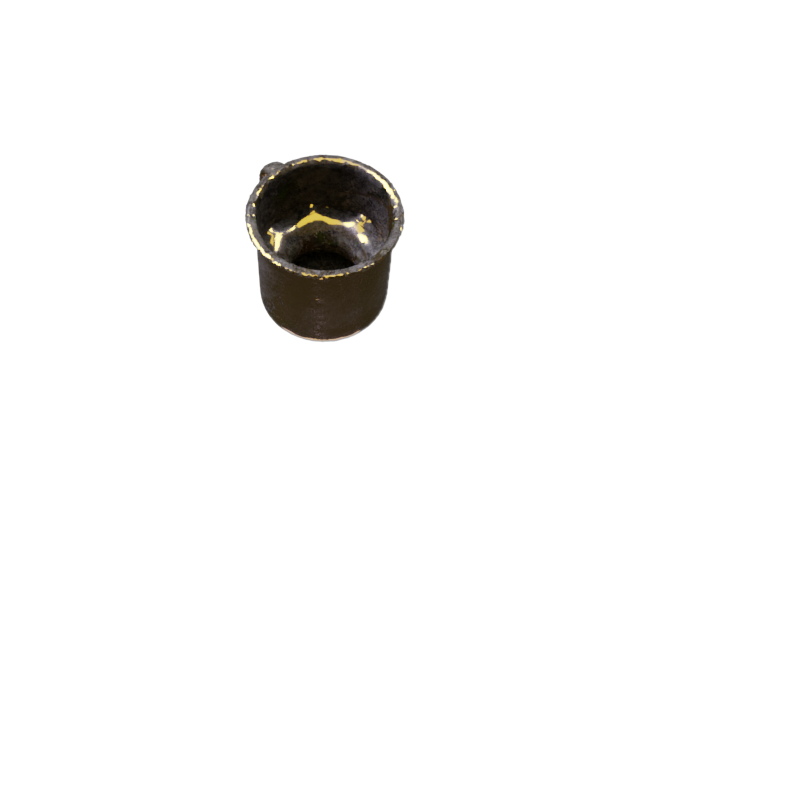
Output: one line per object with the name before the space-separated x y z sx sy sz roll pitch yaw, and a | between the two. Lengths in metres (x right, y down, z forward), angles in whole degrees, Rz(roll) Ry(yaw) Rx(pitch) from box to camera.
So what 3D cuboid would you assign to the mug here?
mug | -0.054 -0.098 0.685 0.093 0.125 0.076 -30 -29 -20
